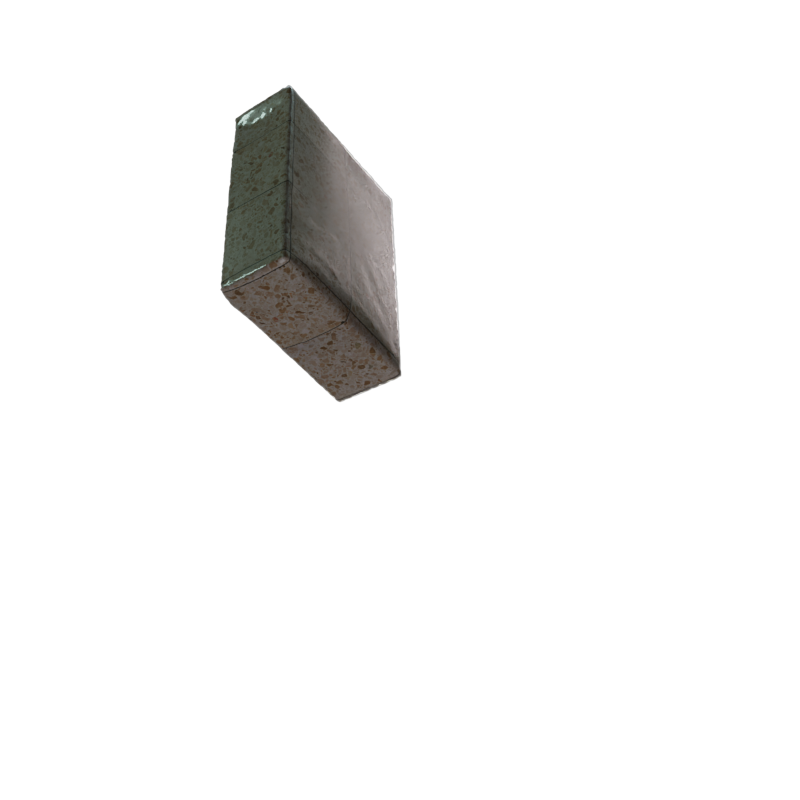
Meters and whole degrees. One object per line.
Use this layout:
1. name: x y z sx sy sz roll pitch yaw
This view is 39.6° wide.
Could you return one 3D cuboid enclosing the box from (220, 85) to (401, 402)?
1. box: -0.072 -0.132 0.925 0.072 0.230 0.152 -26 -47 23
